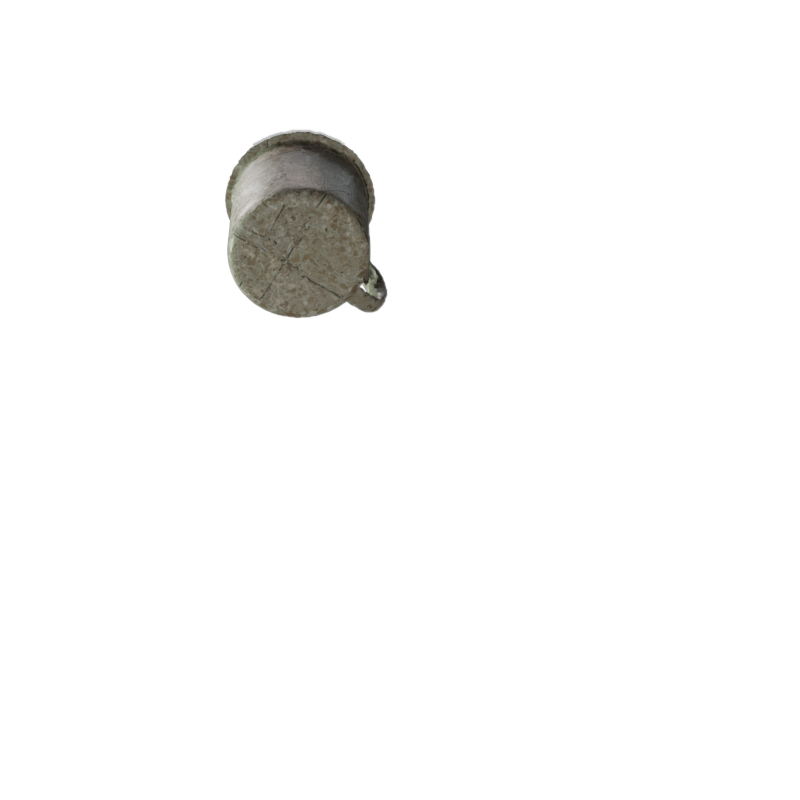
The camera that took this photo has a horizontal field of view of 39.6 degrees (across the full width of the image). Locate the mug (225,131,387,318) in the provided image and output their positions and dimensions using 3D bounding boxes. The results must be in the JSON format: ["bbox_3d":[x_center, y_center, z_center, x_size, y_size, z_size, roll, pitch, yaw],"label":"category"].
[{"bbox_3d":[-0.052,-0.094,0.659,0.092,0.111,0.086,-38,24,18],"label":"mug"}]
